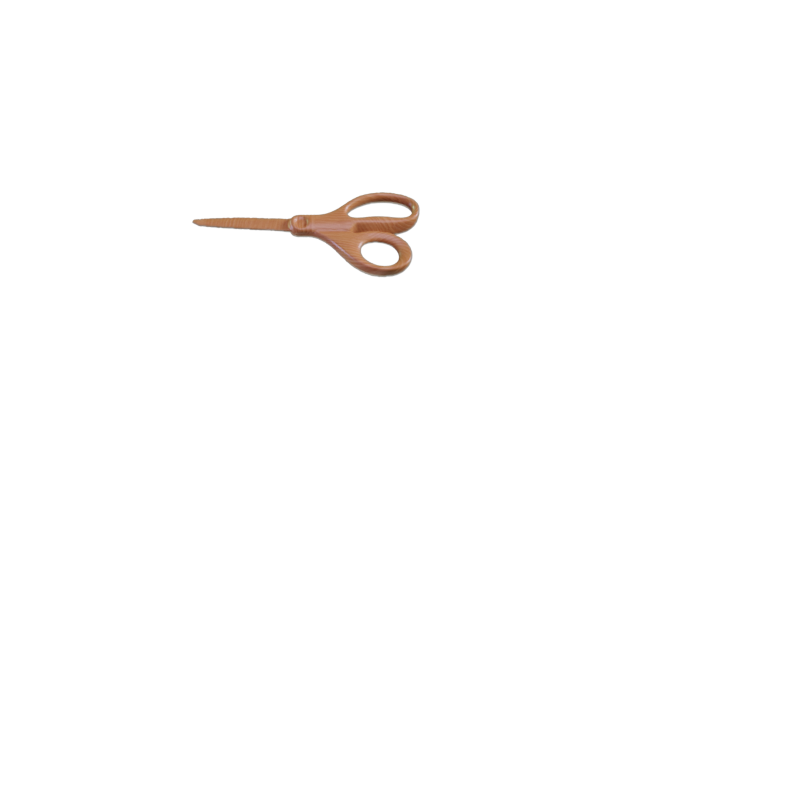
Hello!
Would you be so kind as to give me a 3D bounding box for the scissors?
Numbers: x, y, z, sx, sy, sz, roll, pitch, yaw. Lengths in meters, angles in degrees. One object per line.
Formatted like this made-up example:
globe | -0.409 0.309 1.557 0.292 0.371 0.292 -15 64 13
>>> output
scissors | -0.077 -0.140 0.979 0.200 0.104 0.015 -12 -34 -8
